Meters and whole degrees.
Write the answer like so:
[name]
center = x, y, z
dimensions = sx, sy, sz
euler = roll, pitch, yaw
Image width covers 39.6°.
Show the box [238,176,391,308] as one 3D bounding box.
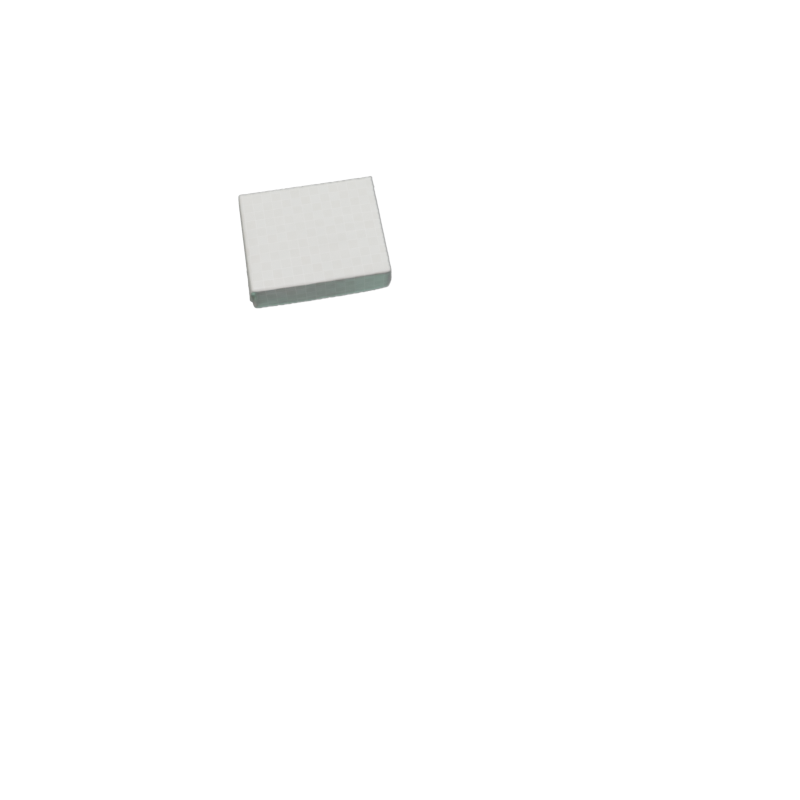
[box]
center = -0.070, -0.127, 0.890
dimensions = 0.113, 0.096, 0.037
euler = -8, -26, -5
